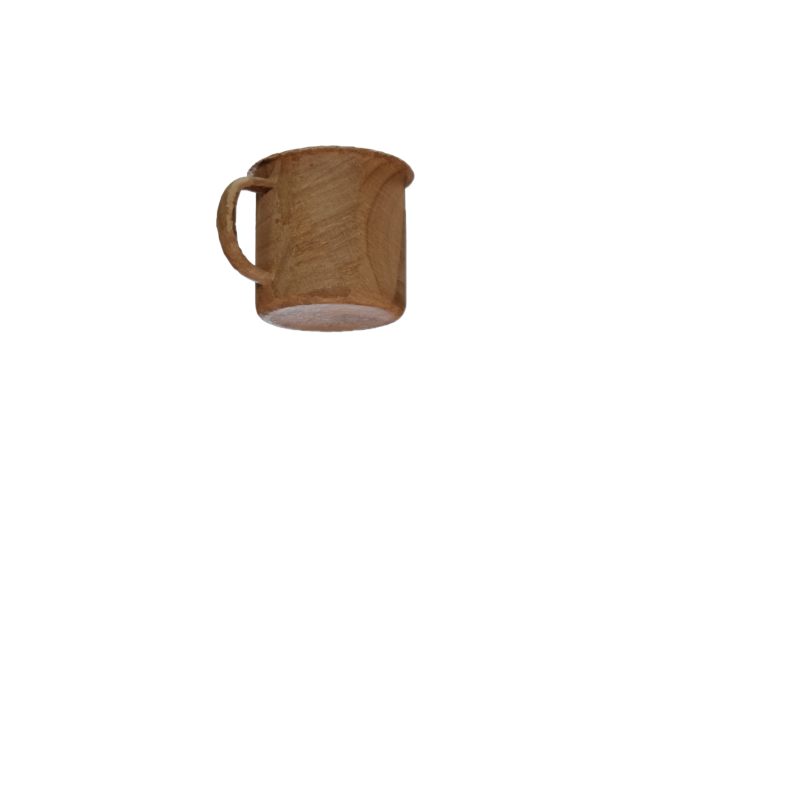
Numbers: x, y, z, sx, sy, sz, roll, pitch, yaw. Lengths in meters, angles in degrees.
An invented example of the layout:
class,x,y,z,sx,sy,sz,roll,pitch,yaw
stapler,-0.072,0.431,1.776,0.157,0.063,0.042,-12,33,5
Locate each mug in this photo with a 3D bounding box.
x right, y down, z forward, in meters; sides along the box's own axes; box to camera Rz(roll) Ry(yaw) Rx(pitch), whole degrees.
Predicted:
class,x,y,z,sx,sy,sz,roll,pitch,yaw
mug,-0.047,-0.085,0.597,0.111,0.084,0.095,10,-16,-40
